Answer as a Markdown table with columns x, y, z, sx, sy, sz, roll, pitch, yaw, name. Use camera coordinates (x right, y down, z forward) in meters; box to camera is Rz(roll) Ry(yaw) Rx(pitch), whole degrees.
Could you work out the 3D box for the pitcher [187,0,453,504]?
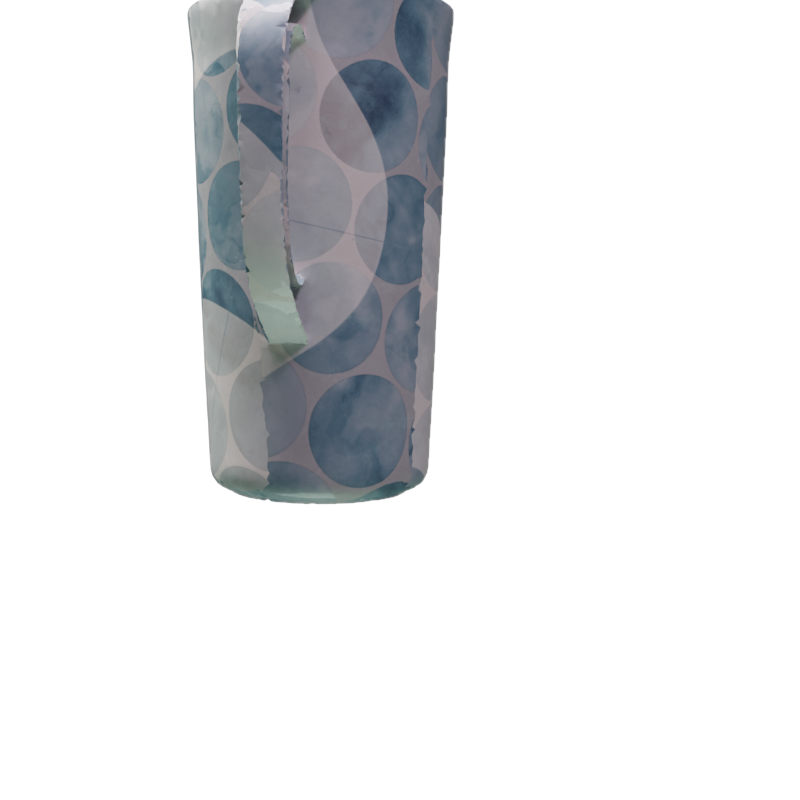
| x | y | z | sx | sy | sz | roll | pitch | yaw | name |
| --- | --- | --- | --- | --- | --- | --- | --- | --- | --- |
| -0.043 | -0.078 | 0.543 | 0.144 | 0.244 | 0.150 | 0 | -1 | -35 | pitcher |
